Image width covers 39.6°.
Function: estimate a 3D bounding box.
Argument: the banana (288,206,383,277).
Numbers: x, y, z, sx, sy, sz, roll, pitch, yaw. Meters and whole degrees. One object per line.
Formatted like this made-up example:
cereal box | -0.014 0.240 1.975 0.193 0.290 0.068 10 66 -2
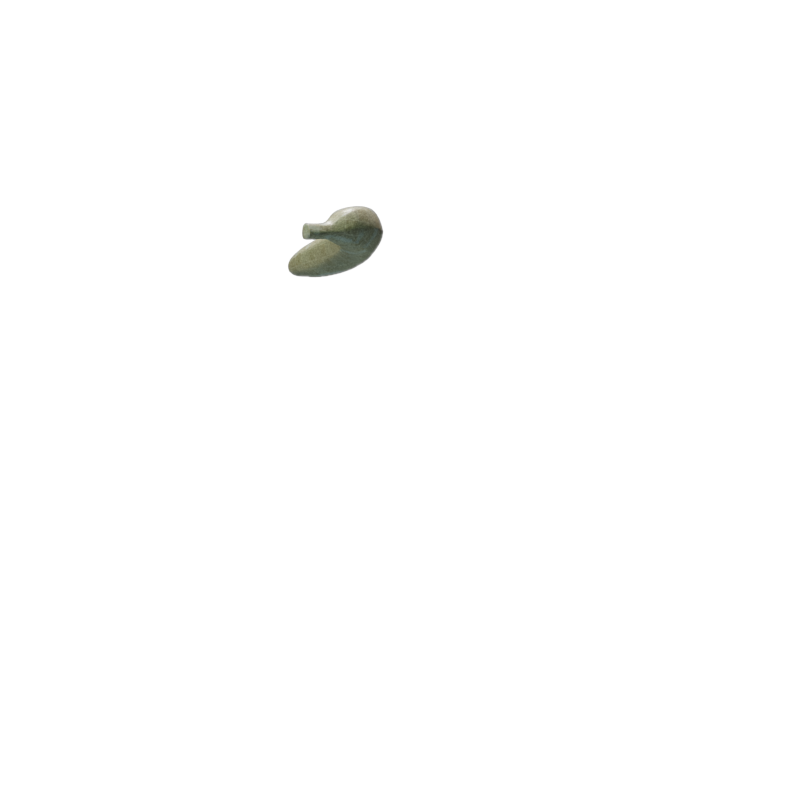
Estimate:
banana | -0.052 -0.129 0.903 0.069 0.037 0.196 1 -4 -8
